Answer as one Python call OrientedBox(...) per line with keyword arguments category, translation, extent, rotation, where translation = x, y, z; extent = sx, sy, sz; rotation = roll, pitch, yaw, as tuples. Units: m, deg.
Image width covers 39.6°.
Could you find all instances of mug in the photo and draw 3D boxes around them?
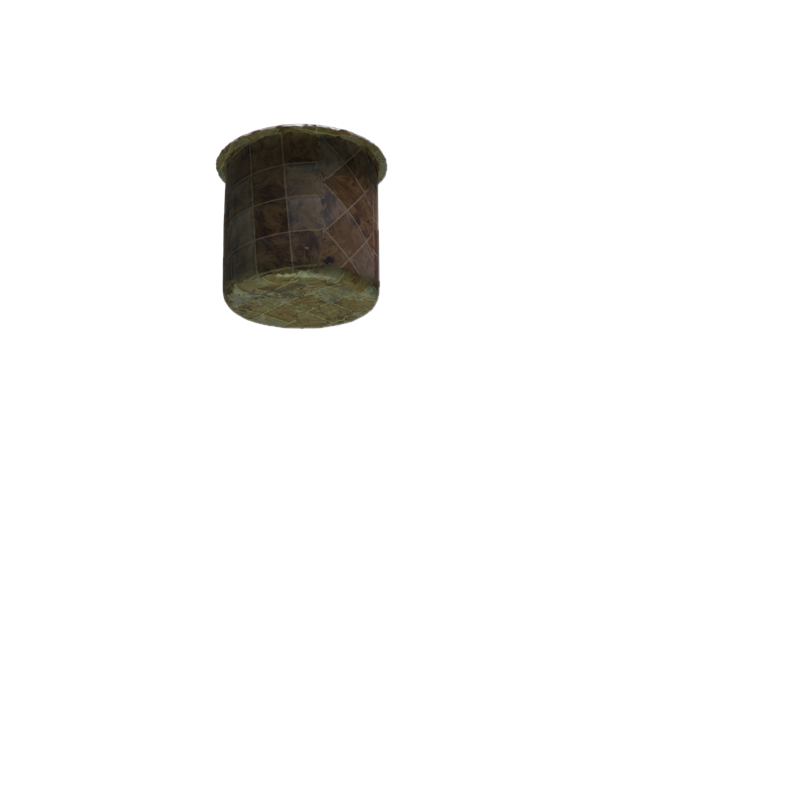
OrientedBox(category="mug", translation=(-0.047, -0.085, 0.595), extent=(0.095, 0.086, 0.109), rotation=(-12, -22, 27))
